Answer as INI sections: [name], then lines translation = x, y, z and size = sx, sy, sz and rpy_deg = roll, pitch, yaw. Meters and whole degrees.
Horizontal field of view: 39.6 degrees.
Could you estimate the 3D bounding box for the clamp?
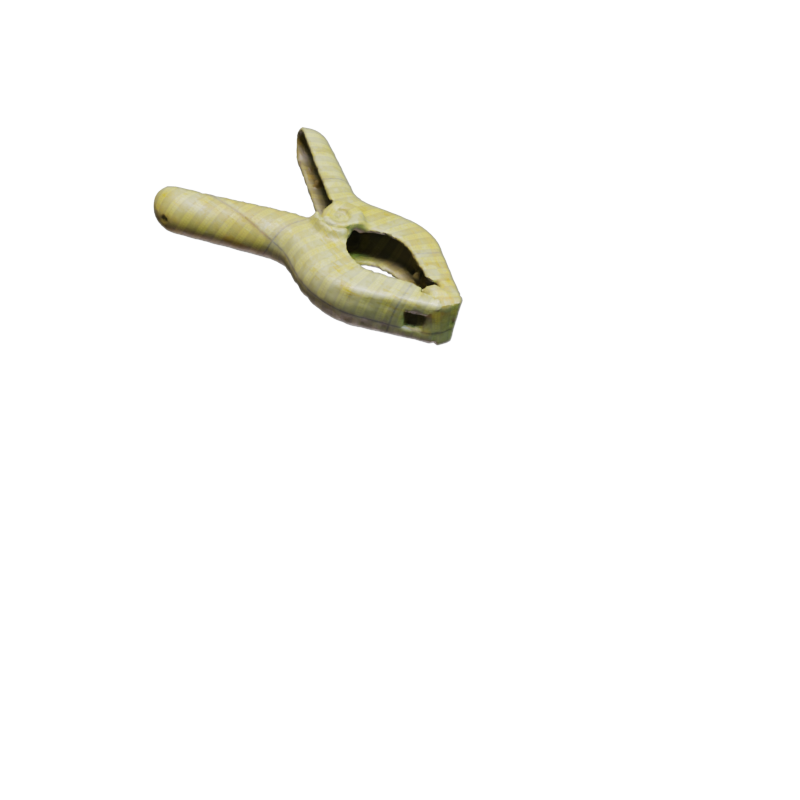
[clamp]
translation = -0.046, -0.083, 0.582
size = 0.120, 0.036, 0.184
rpy_deg = -28, 51, -26
